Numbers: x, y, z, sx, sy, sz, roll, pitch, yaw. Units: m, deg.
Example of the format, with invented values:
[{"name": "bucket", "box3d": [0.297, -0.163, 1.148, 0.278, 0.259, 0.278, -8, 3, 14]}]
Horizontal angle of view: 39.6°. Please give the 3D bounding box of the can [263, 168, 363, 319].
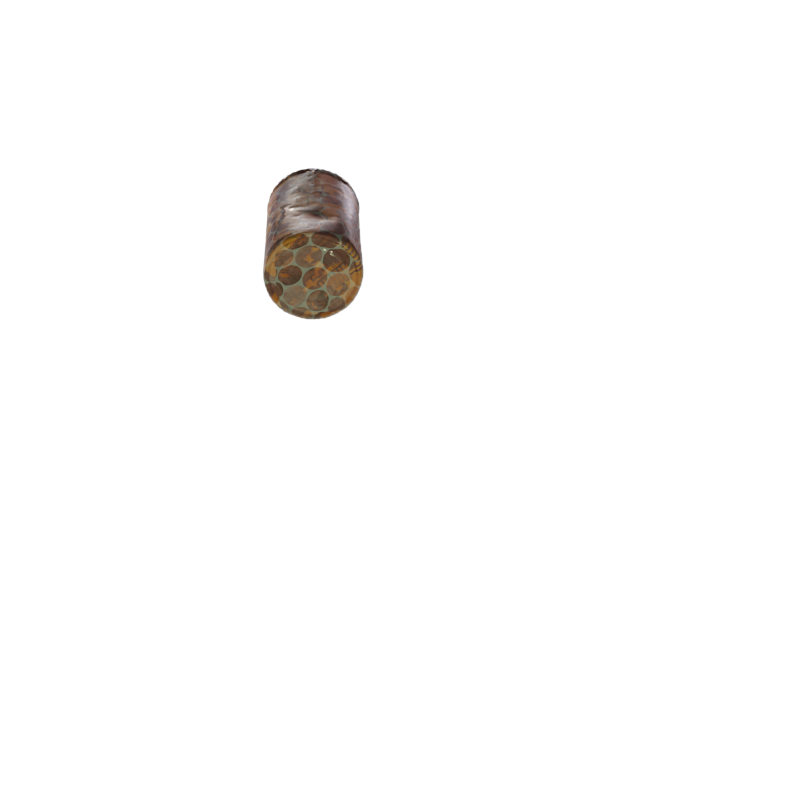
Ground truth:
[{"name": "can", "box3d": [-0.060, -0.110, 0.773, 0.068, 0.064, 0.109, -1, 33, -3]}]
